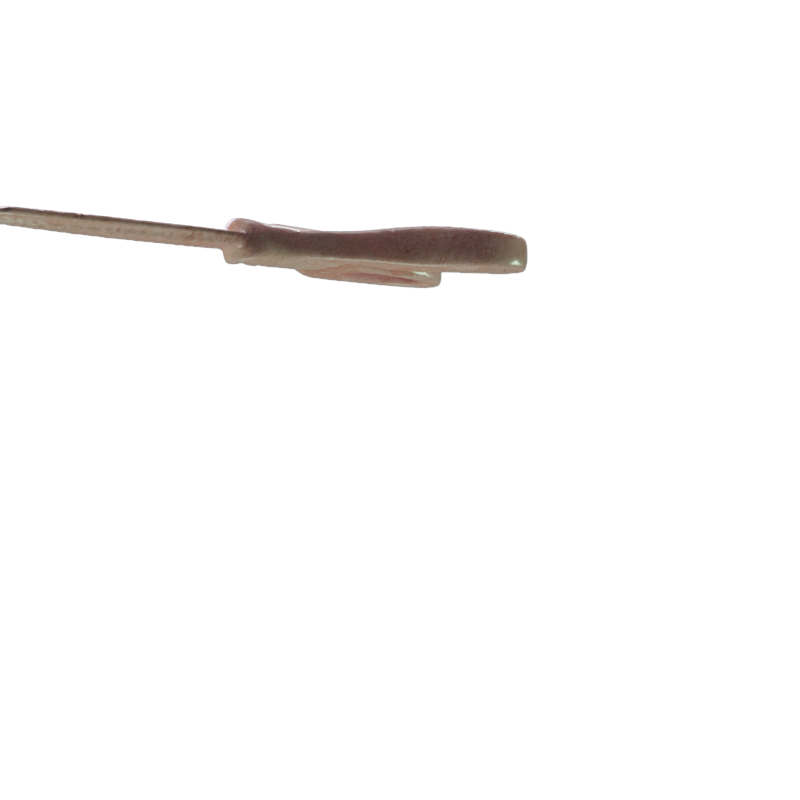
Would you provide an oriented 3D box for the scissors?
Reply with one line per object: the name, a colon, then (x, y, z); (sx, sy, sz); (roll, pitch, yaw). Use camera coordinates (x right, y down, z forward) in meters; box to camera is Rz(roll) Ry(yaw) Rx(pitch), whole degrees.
scissors: (-0.029, -0.053, 0.369); (0.099, 0.016, 0.193); (0, 1, 31)
